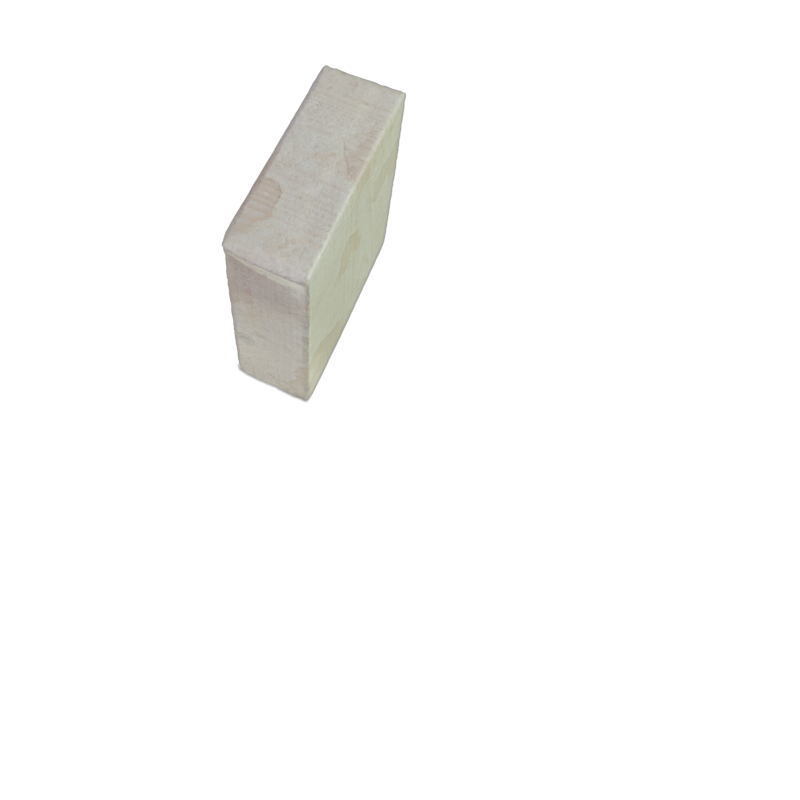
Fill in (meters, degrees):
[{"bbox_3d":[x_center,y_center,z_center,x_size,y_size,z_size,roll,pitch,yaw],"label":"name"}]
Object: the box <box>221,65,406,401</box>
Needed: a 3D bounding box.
[{"bbox_3d":[-0.064,-0.118,0.823,0.073,0.170,0.202,22,-23,5],"label":"box"}]
